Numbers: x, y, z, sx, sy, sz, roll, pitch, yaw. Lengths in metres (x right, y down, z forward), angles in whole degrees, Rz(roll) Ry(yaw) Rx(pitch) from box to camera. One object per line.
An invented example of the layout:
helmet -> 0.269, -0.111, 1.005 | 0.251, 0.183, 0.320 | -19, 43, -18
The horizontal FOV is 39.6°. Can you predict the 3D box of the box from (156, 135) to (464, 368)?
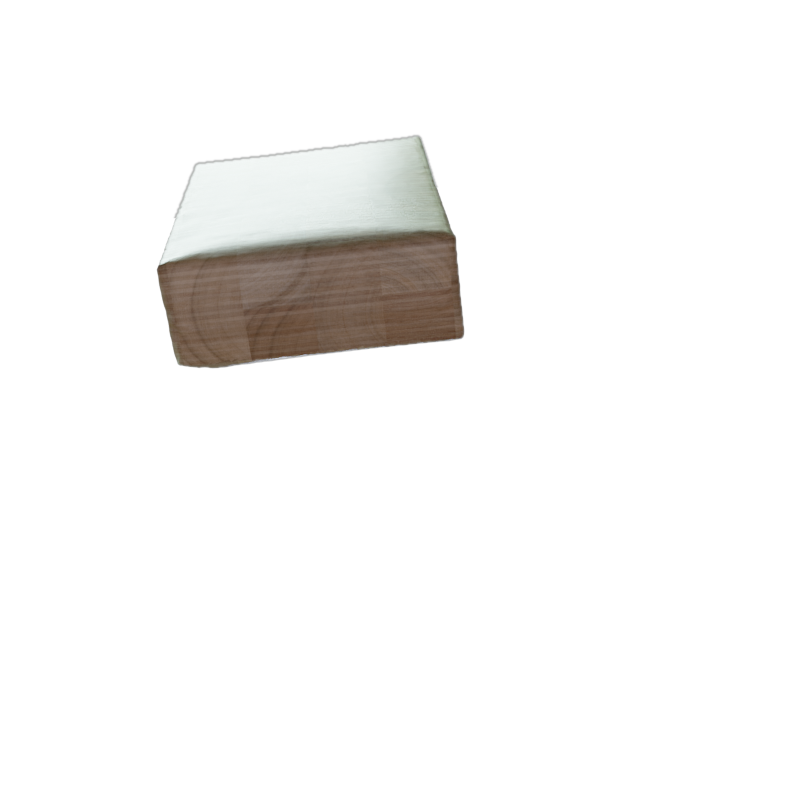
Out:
box -> -0.055, -0.100, 0.701 | 0.164, 0.068, 0.225 | -7, 26, 0
